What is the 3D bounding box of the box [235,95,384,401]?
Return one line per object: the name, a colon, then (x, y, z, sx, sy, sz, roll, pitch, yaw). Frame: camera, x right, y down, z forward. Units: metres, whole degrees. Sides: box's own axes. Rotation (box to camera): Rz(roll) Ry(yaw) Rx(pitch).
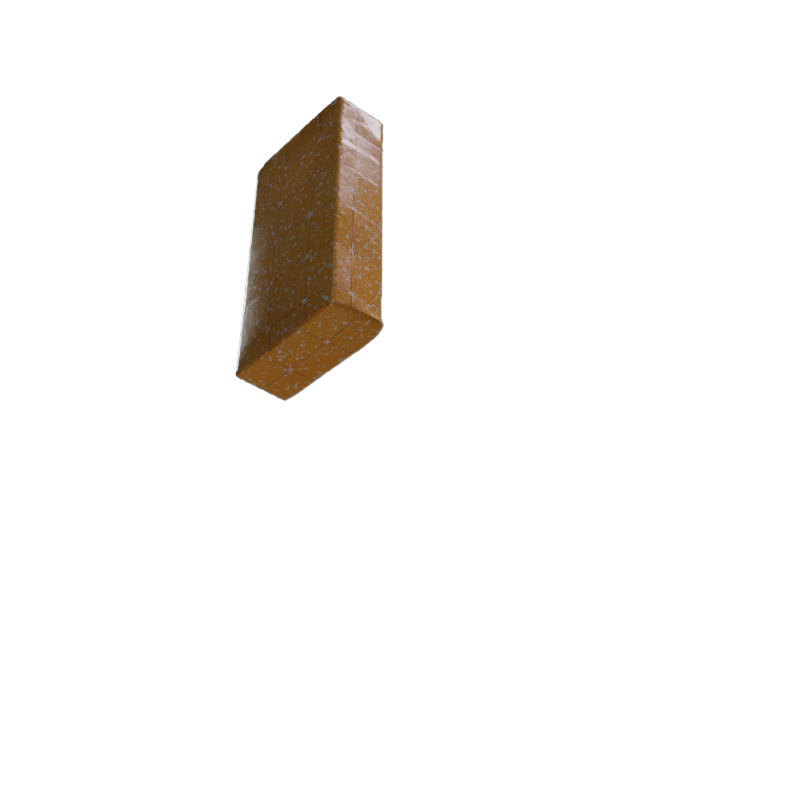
box: (-0.054, -0.098, 0.688, 0.045, 0.189, 0.092, 28, -47, -33)
